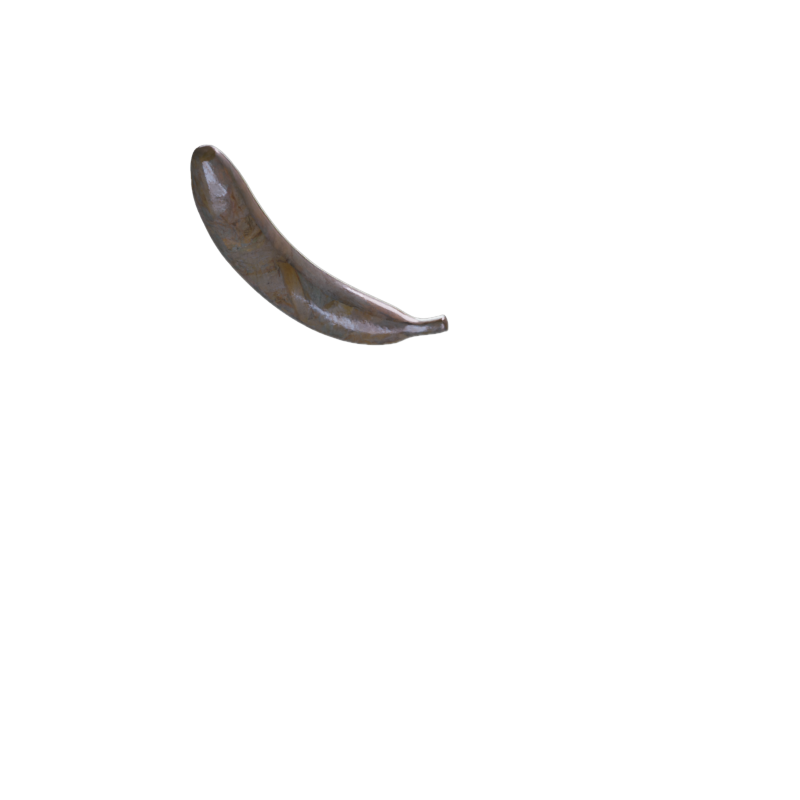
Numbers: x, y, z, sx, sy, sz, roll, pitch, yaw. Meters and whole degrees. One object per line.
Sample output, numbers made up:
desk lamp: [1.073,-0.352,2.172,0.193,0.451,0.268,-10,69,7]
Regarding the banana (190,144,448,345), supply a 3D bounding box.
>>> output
banana: [-0.063,-0.084,0.684,0.188,0.039,0.068,33,-58,-24]
